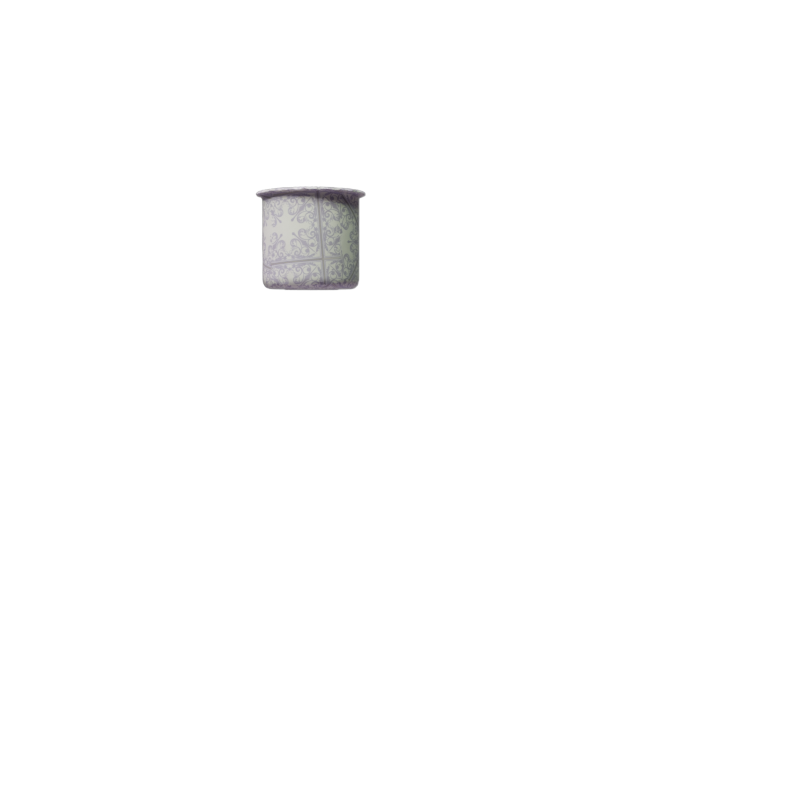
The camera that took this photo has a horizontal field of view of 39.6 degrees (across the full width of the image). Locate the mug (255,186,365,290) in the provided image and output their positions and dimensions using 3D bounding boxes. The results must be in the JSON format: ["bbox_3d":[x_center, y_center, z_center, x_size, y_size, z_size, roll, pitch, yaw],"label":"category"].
[{"bbox_3d":[-0.074,-0.135,0.946,0.094,0.082,0.116,0,1,7],"label":"mug"}]
